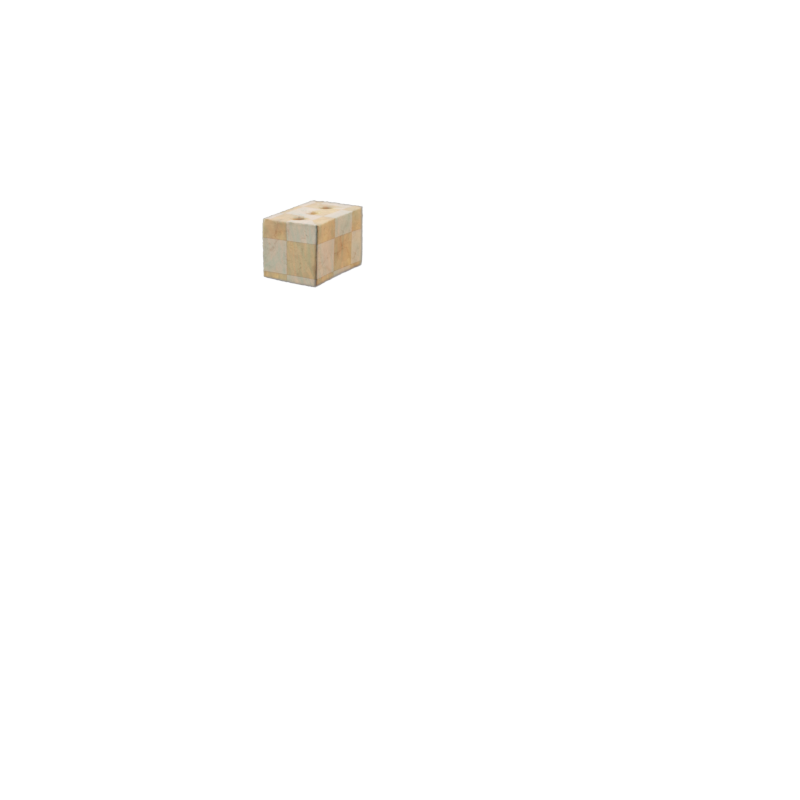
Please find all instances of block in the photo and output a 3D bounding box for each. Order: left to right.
[{"bbox_3d":[-0.071,-0.130,0.911,0.055,0.049,0.078,10,23,26],"label":"block"}]
